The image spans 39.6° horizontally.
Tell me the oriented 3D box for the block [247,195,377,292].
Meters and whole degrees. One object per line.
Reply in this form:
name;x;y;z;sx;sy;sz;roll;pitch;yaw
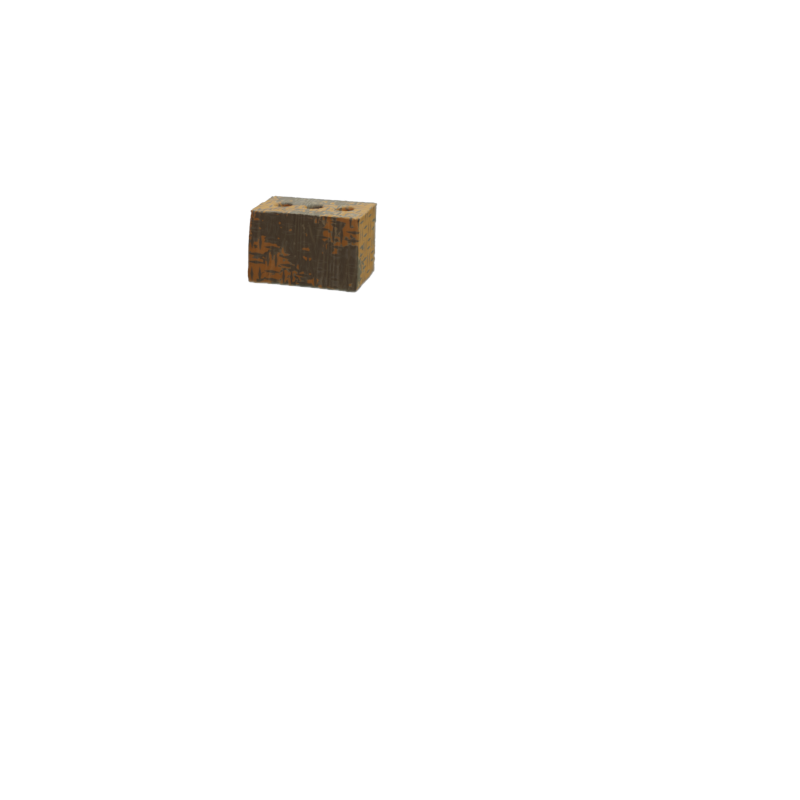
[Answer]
block;-0.059;-0.108;0.757;0.080;0.049;0.054;6;20;14
